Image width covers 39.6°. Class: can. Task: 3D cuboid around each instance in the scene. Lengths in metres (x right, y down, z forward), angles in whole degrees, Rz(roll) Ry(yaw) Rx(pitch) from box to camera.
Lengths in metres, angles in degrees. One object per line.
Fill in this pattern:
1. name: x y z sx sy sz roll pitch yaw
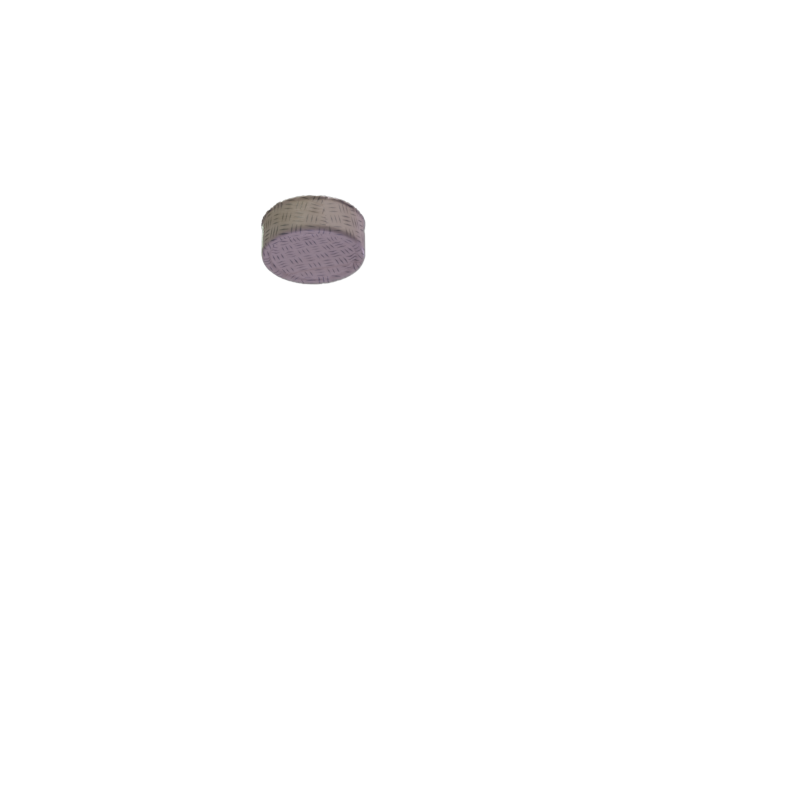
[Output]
1. can: -0.071 -0.129 0.903 0.086 0.036 0.081 1 -28 -2
